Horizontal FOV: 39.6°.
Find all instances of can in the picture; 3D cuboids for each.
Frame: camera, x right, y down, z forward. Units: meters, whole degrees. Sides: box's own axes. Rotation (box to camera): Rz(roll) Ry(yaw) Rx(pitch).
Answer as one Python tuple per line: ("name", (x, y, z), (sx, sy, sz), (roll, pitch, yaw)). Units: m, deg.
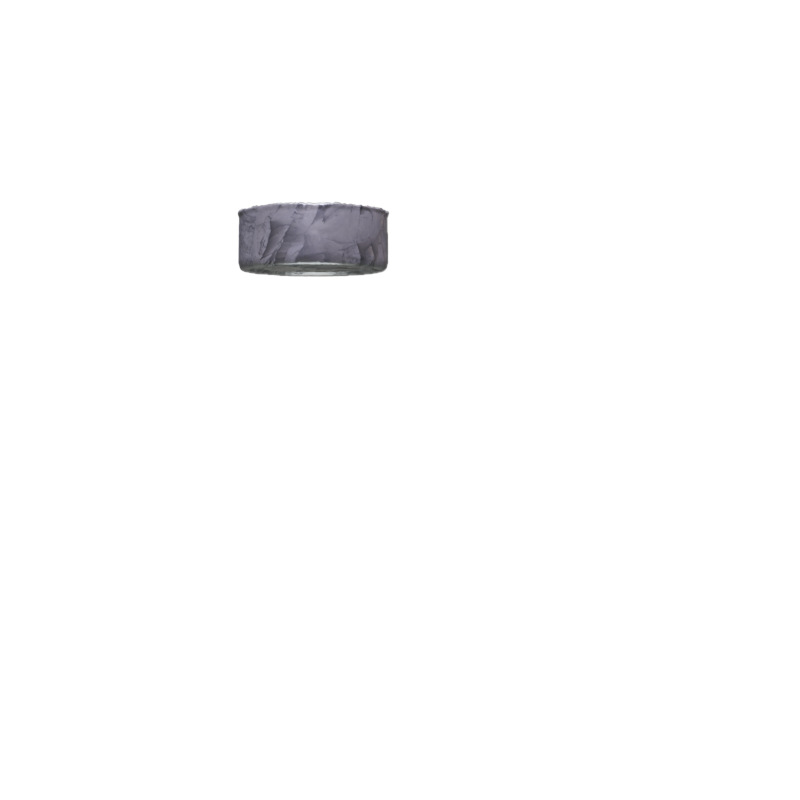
("can", (-0.049, -0.089, 0.626), (0.086, 0.034, 0.085), (0, 1, -2))
